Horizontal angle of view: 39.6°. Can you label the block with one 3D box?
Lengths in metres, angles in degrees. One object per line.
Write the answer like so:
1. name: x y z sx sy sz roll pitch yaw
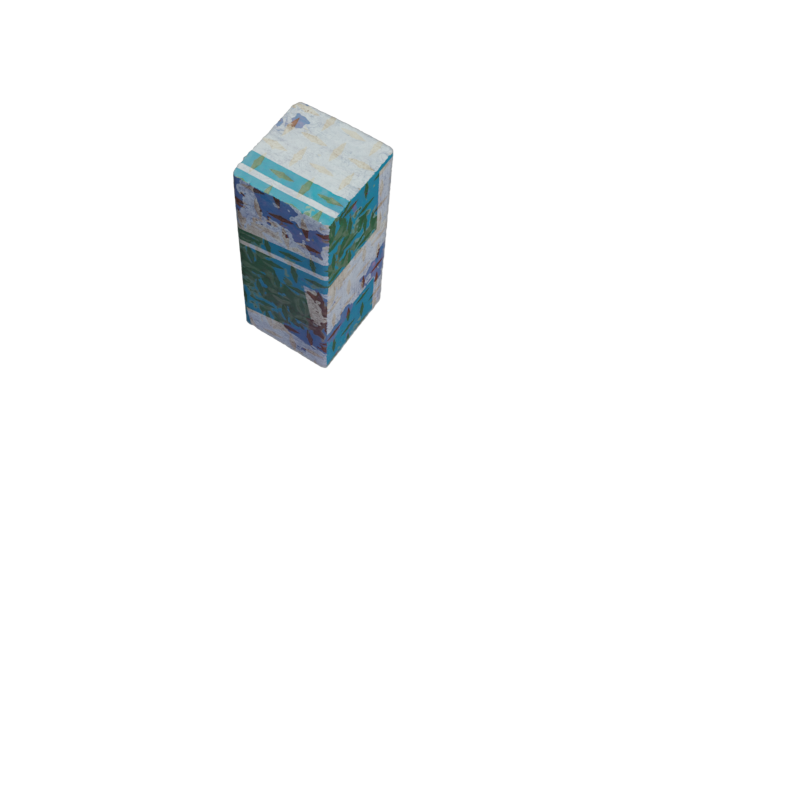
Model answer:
1. block: -0.071 -0.129 0.900 0.094 0.093 0.193 30 -27 13
